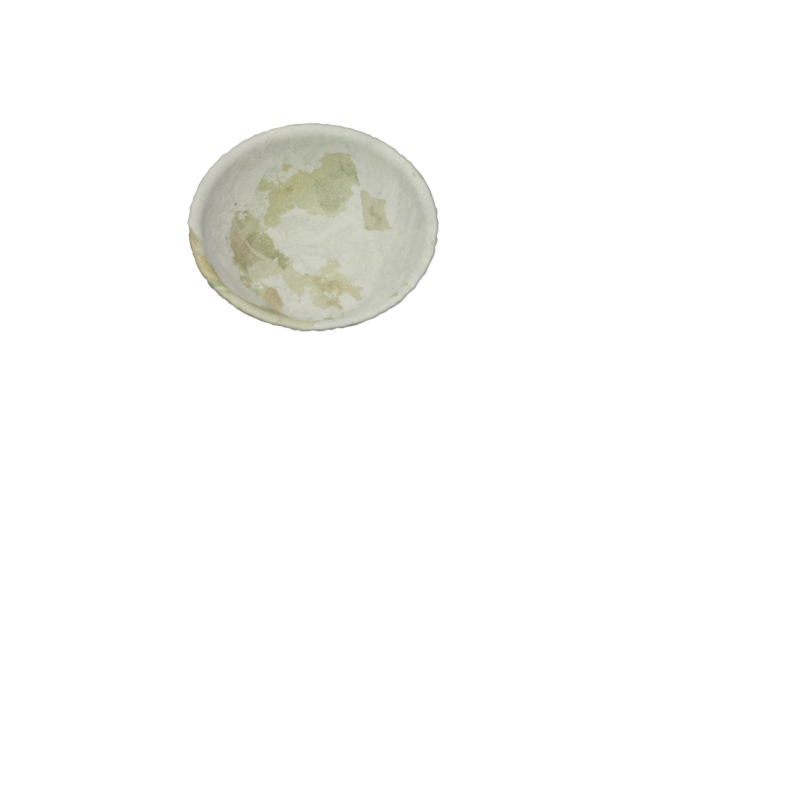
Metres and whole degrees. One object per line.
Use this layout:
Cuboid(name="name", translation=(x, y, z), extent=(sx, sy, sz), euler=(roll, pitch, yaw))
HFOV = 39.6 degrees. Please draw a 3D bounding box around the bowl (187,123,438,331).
Cuboid(name="bowl", translation=(-0.058, -0.105, 0.736), extent=(0.162, 0.173, 0.052), euler=(-1, -30, -1))
